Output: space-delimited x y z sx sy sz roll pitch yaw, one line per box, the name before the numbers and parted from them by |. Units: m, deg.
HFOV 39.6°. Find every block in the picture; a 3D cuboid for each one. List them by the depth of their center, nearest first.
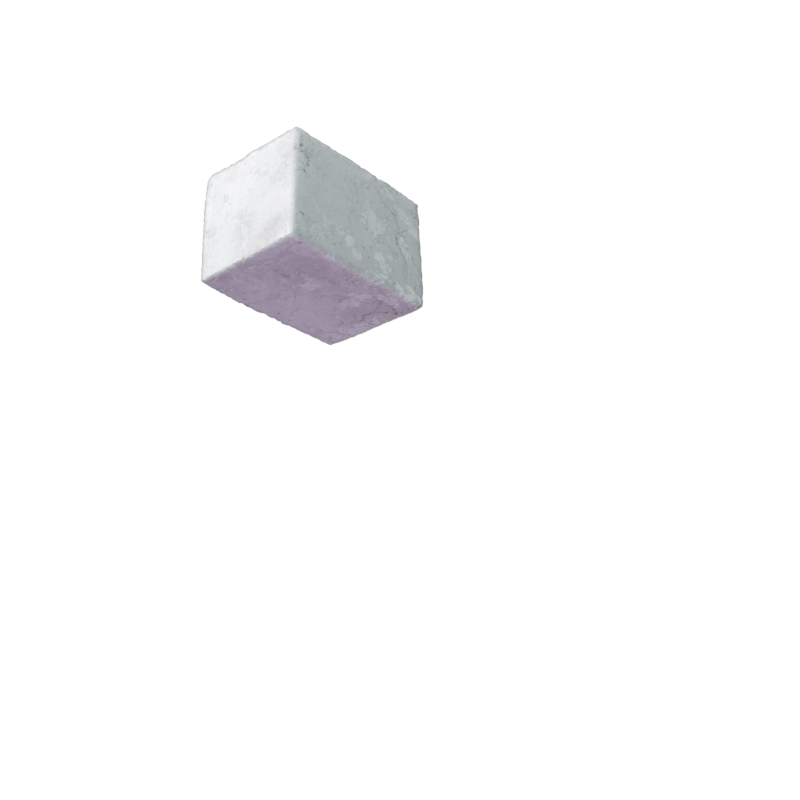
block | -0.035 -0.064 0.450 0.053 0.054 0.073 -23 -35 35
